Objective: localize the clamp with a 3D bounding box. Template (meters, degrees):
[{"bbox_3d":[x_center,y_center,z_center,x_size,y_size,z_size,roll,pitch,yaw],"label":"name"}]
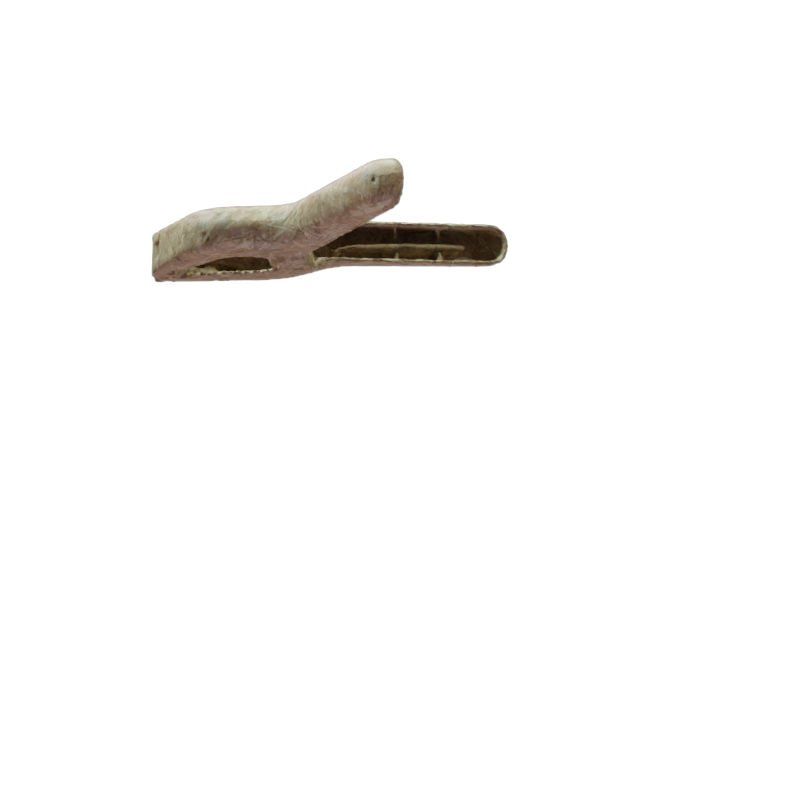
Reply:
[{"bbox_3d":[-0.051,-0.092,0.646,0.215,0.037,0.156,-5,-9,33],"label":"clamp"}]
